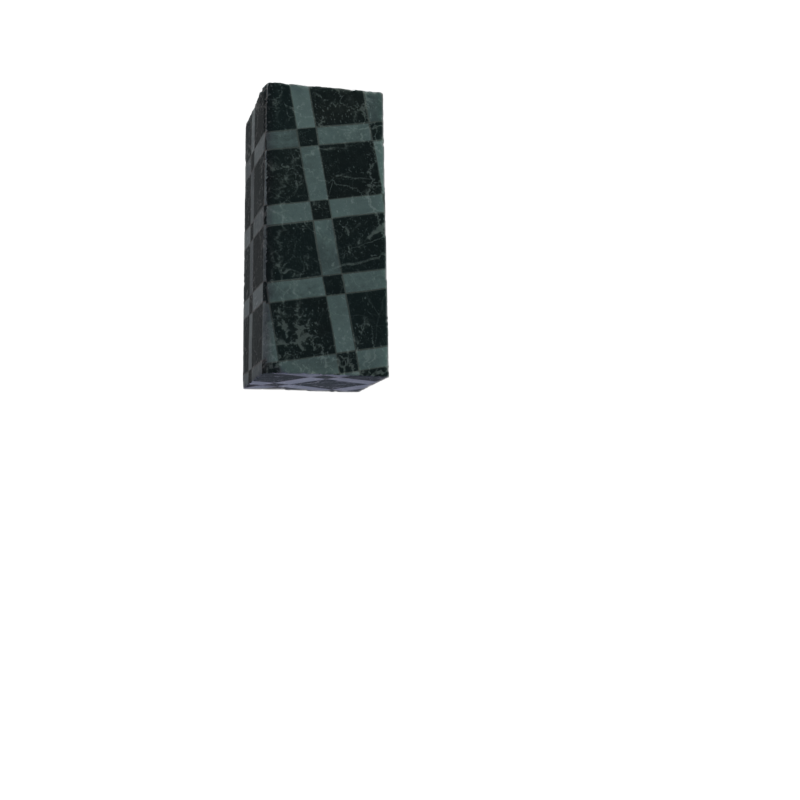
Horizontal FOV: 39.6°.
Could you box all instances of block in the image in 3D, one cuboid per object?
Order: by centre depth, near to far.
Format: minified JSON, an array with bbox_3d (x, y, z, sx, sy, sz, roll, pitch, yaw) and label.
[{"bbox_3d":[-0.064,-0.115,0.805,0.088,0.213,0.089,3,-14,-15],"label":"block"}]
